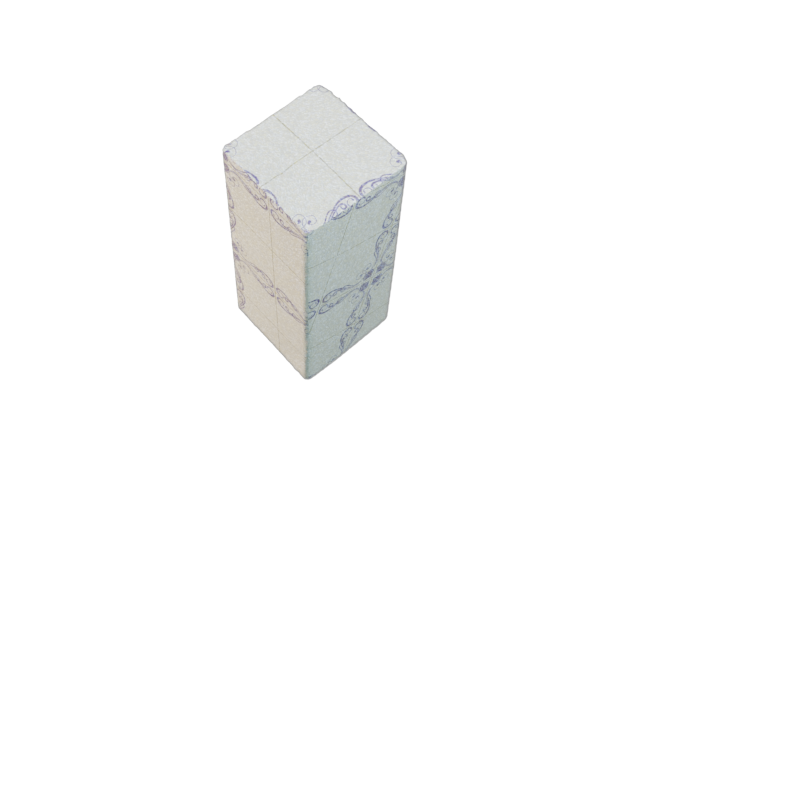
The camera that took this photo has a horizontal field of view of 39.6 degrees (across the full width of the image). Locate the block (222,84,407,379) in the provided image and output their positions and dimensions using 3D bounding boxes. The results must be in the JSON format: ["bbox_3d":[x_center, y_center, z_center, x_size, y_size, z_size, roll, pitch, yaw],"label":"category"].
[{"bbox_3d":[-0.062,-0.115,0.804,0.091,0.096,0.194,-38,-20,-21],"label":"block"}]
